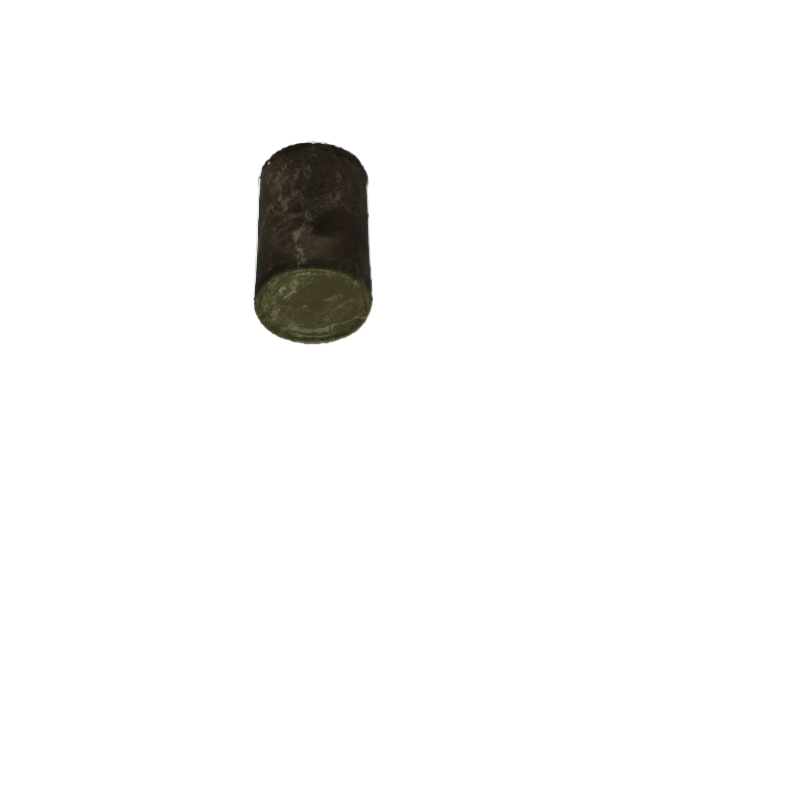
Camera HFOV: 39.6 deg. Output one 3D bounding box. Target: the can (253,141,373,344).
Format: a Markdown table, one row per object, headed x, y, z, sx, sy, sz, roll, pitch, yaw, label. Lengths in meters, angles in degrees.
| x | y | z | sx | sy | sz | roll | pitch | yaw | label |
| --- | --- | --- | --- | --- | --- | --- | --- | --- | --- |
| -0.051 | -0.092 | 0.647 | 0.068 | 0.110 | 0.064 | -1 | -40 | -3 | can |
